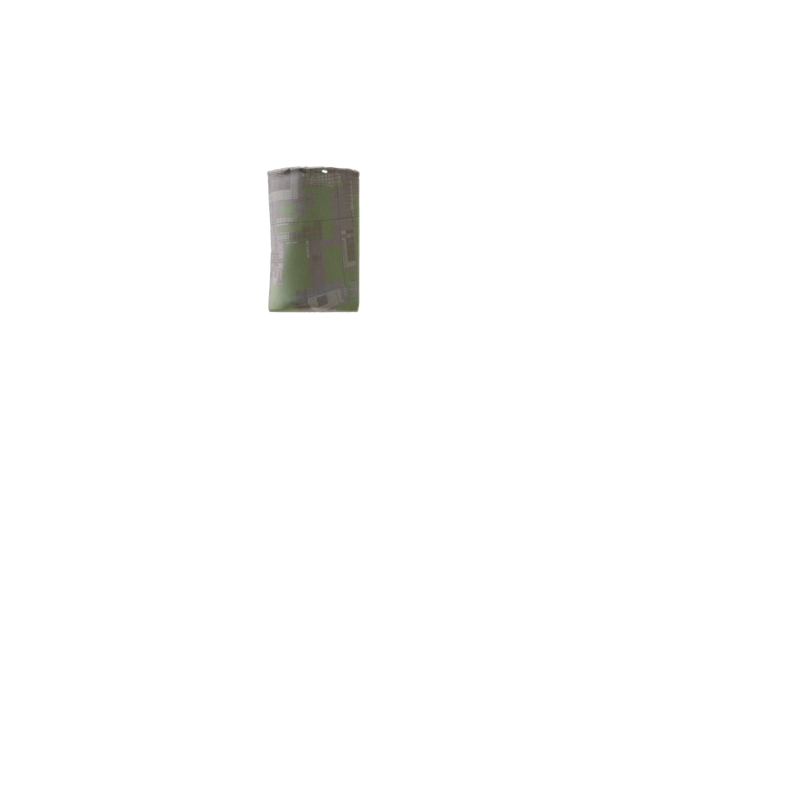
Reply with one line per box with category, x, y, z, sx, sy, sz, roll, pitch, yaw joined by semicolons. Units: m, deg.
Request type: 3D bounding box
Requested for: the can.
can;-0.063;-0.115;0.805;0.068;0.103;0.068;0;-2;-2
